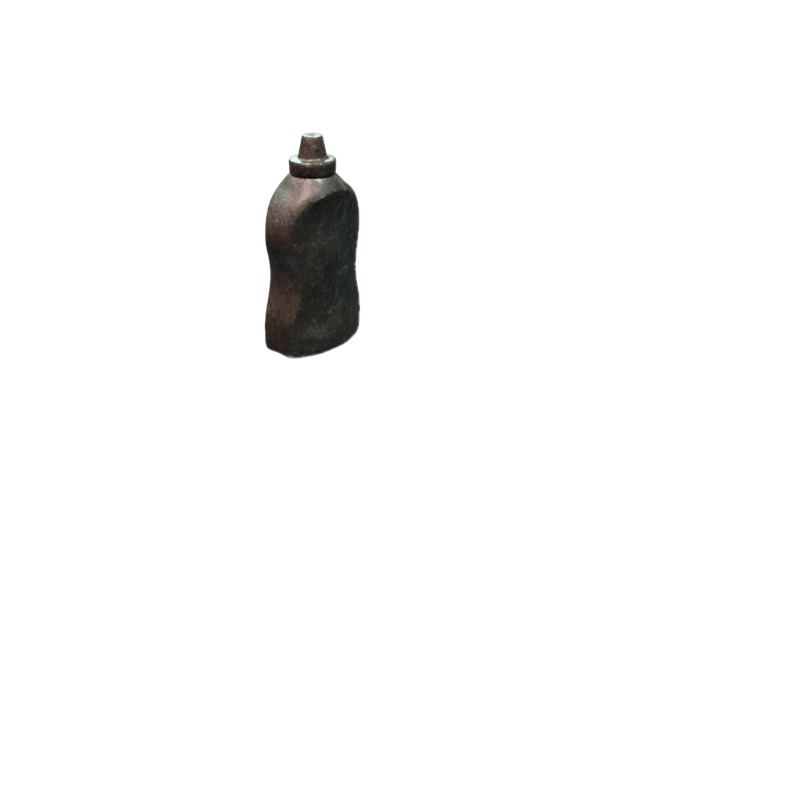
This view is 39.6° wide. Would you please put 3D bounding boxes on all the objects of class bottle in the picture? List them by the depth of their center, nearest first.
[{"bbox_3d":[-0.076,-0.139,0.971,0.062,0.183,0.095,19,28,39],"label":"bottle"}]
